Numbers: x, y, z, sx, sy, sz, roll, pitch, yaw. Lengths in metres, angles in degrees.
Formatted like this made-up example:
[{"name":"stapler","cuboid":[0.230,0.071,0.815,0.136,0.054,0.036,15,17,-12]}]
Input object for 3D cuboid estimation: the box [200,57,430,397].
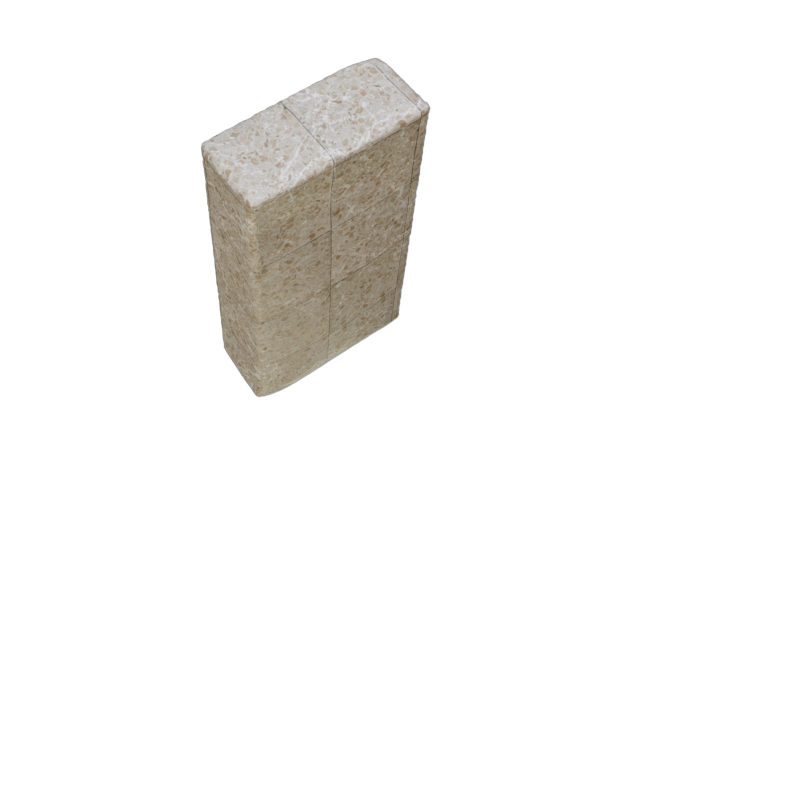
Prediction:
[{"name":"box","cuboid":[-0.041,-0.075,0.526,0.093,0.051,0.165,-32,-23,-20]}]
